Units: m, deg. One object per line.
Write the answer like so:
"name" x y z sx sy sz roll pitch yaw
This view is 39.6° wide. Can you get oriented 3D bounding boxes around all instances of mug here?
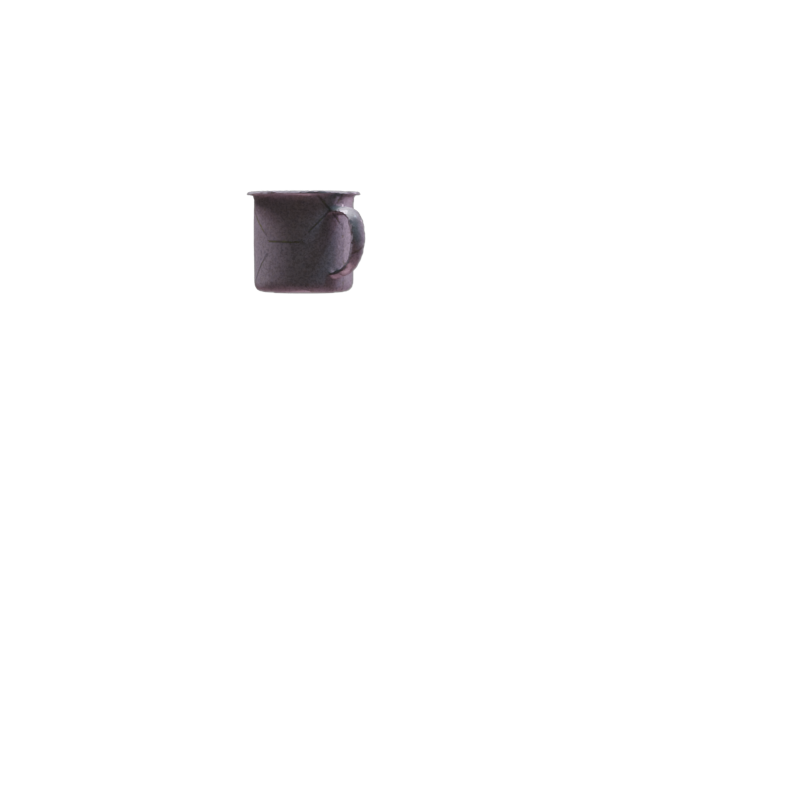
"mug" -0.070 -0.128 0.900 0.090 0.081 0.122 -5 8 -44
